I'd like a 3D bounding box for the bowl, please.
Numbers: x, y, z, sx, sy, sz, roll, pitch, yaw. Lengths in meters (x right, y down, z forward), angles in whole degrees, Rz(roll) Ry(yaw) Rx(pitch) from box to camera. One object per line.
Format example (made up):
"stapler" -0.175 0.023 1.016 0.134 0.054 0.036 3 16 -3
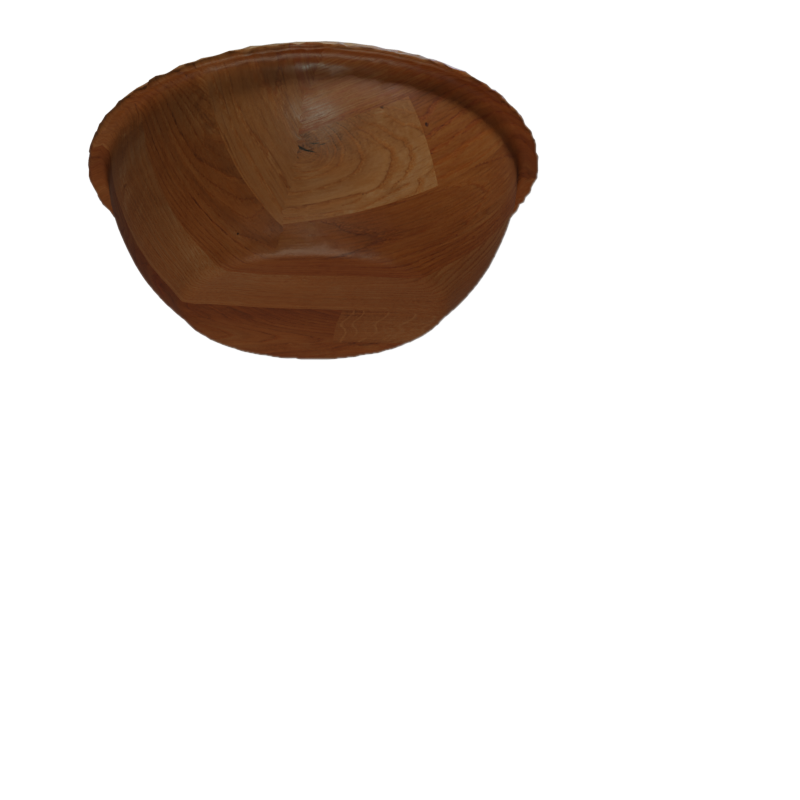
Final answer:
"bowl" -0.031 -0.056 0.392 0.162 0.058 0.154 1 -21 -2
